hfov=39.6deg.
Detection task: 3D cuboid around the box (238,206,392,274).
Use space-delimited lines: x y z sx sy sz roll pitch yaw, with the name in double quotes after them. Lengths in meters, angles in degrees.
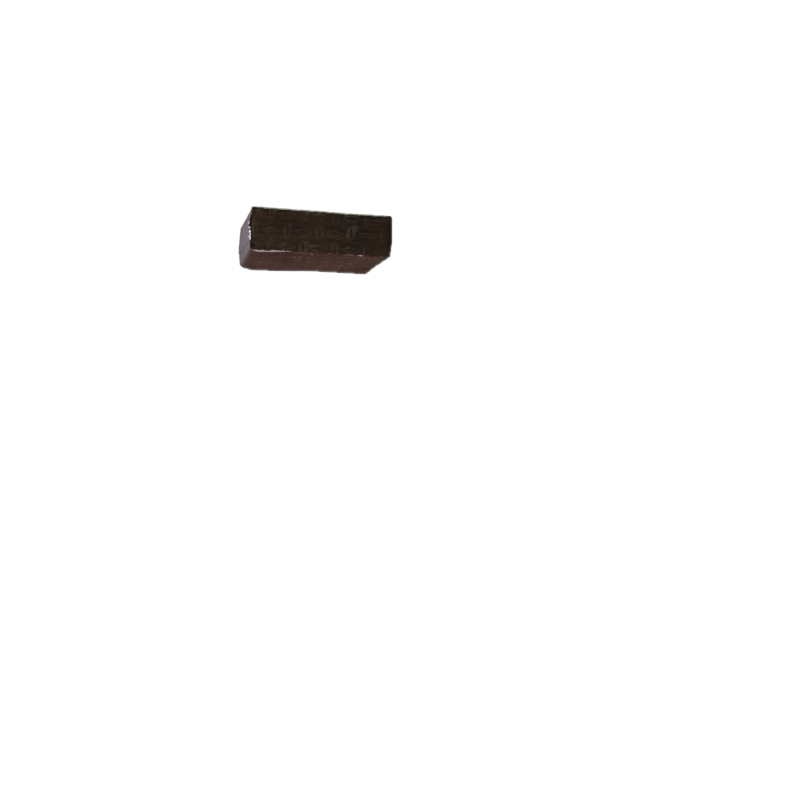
-0.070 -0.127 0.890 0.112 0.040 0.089 1 -4 -11 "box"
